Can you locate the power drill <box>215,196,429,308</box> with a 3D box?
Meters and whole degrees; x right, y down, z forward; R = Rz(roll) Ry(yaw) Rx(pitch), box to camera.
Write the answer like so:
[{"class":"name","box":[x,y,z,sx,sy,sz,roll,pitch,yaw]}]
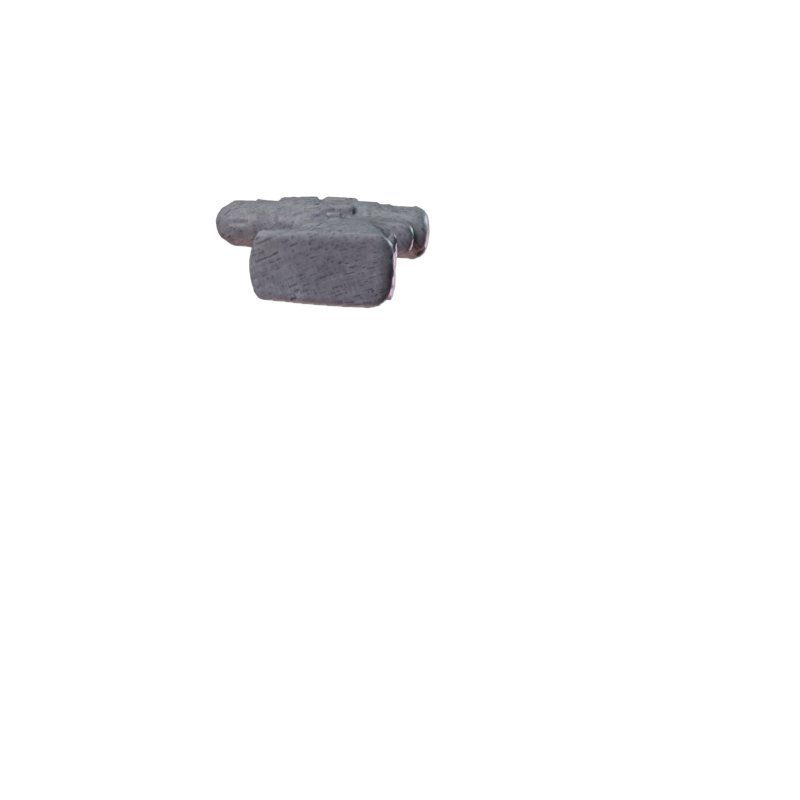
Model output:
[{"class":"power drill","box":[-0.069,-0.127,0.887,0.186,0.055,0.194,1,20,4]}]
